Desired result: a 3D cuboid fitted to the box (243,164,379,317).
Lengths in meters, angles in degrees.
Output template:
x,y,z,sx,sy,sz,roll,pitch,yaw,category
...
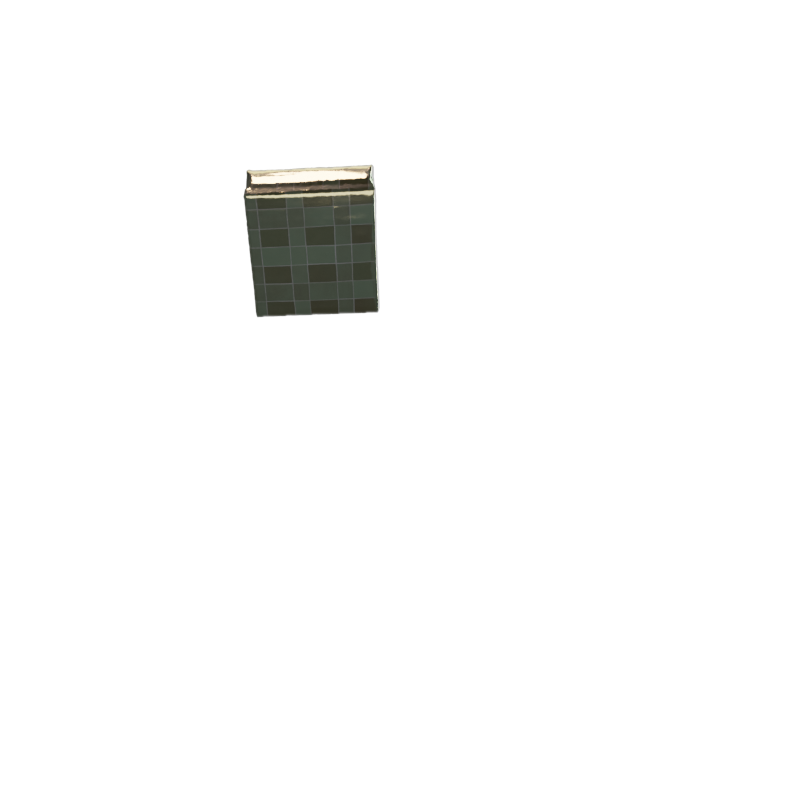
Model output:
x,y,z,sx,sy,sz,roll,pitch,yaw,category
-0.050,-0.091,0.639,0.073,0.083,0.032,-2,36,1,box
